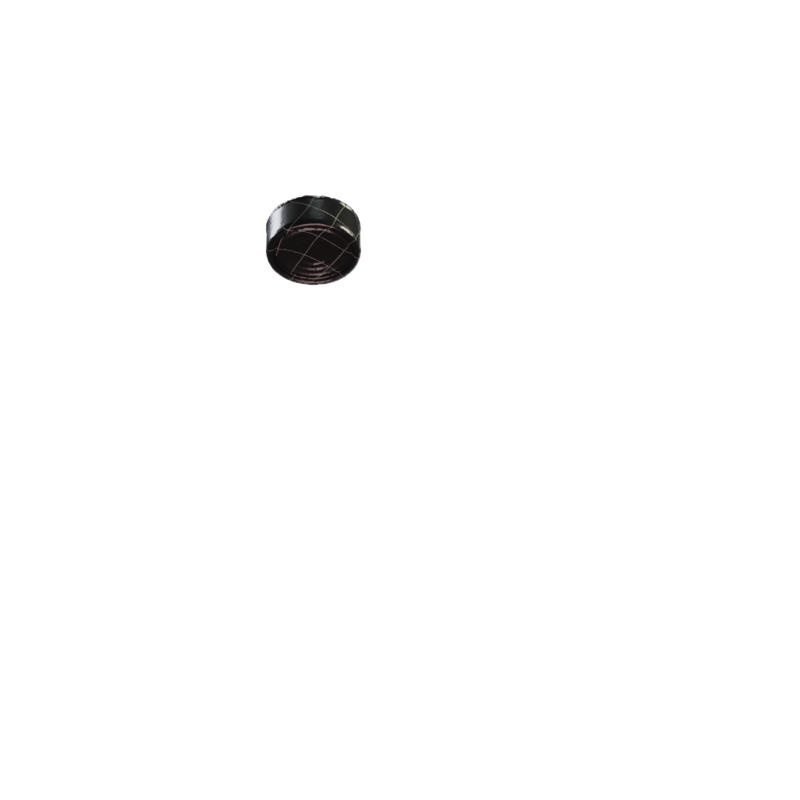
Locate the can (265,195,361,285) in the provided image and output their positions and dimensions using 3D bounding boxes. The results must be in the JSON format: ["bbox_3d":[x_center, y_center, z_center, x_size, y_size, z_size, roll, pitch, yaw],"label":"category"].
[{"bbox_3d":[-0.077,-0.141,0.989,0.086,0.036,0.080,1,-38,-2],"label":"can"}]
